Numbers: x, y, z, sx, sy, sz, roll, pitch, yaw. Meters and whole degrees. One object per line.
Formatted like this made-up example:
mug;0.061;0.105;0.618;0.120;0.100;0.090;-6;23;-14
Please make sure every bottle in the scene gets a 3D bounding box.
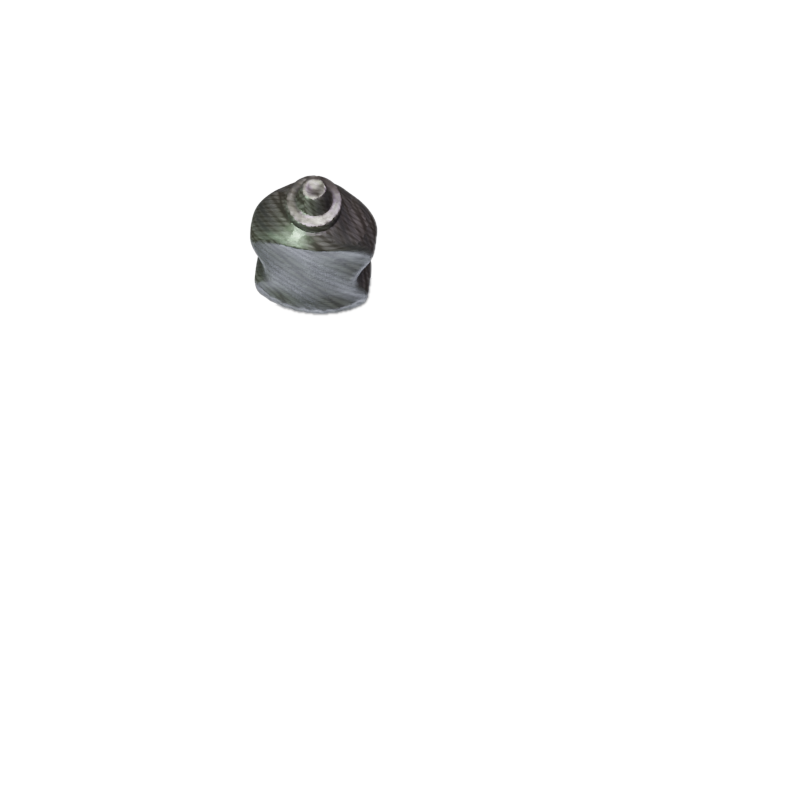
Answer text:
bottle;-0.067;-0.123;0.856;0.096;0.061;0.184;9;-16;-1
